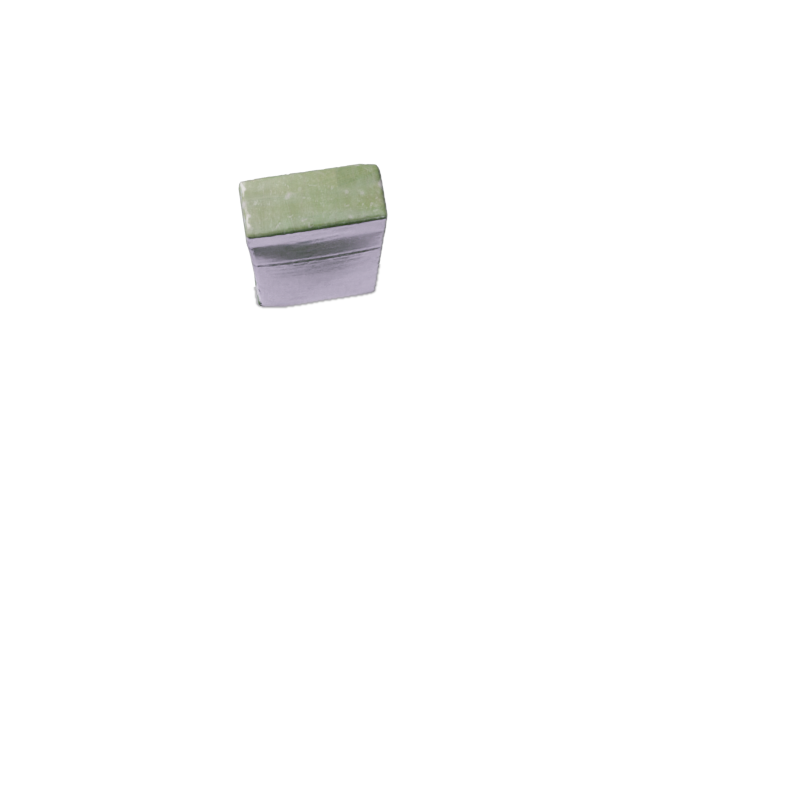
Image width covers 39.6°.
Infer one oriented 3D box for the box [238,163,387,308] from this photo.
[{"bbox_3d":[-0.061,-0.112,0.782,0.093,0.050,0.170,-8,-13,-6],"label":"box"}]
